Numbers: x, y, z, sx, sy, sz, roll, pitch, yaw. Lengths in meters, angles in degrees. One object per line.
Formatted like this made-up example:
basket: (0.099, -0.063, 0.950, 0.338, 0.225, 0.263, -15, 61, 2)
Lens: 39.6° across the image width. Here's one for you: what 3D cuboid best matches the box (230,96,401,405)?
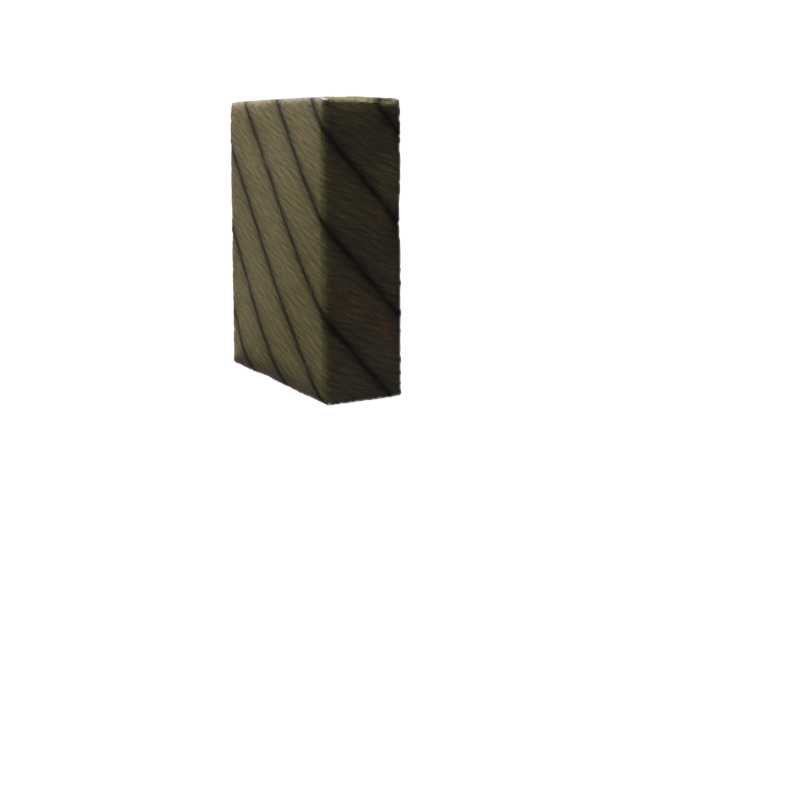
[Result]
box: (-0.066, -0.120, 0.839, 0.070, 0.210, 0.172, -3, 10, -30)
